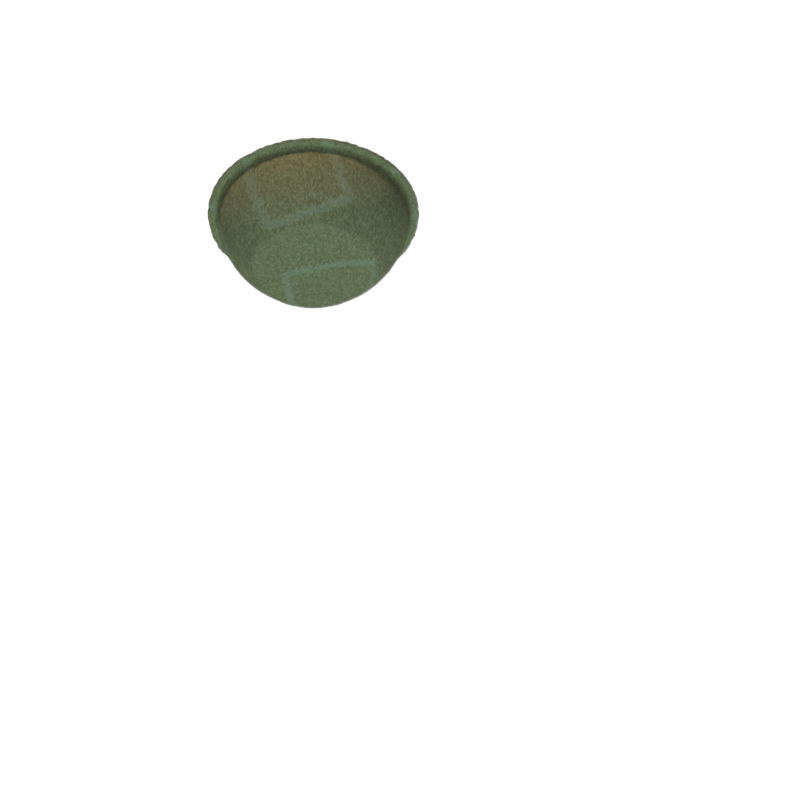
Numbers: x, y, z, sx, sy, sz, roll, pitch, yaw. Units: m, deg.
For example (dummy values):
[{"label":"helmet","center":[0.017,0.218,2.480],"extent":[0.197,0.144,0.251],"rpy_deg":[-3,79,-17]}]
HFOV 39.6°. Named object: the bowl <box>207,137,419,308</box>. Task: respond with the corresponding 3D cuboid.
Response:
[{"label":"bowl","center":[-0.065,-0.118,0.830],"extent":[0.162,0.059,0.151],"rpy_deg":[1,-40,-1]}]
